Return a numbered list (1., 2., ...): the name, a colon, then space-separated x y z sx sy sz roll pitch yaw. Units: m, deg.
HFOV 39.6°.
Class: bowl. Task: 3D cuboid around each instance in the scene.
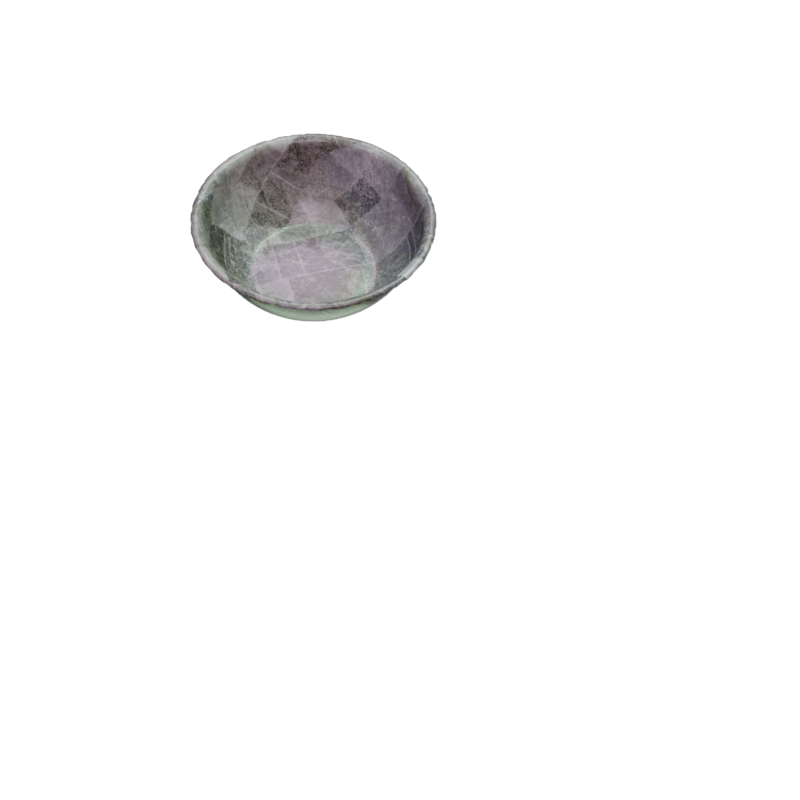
1. bowl: -0.058 -0.106 0.746 0.162 0.174 0.051 -1 -40 -1
